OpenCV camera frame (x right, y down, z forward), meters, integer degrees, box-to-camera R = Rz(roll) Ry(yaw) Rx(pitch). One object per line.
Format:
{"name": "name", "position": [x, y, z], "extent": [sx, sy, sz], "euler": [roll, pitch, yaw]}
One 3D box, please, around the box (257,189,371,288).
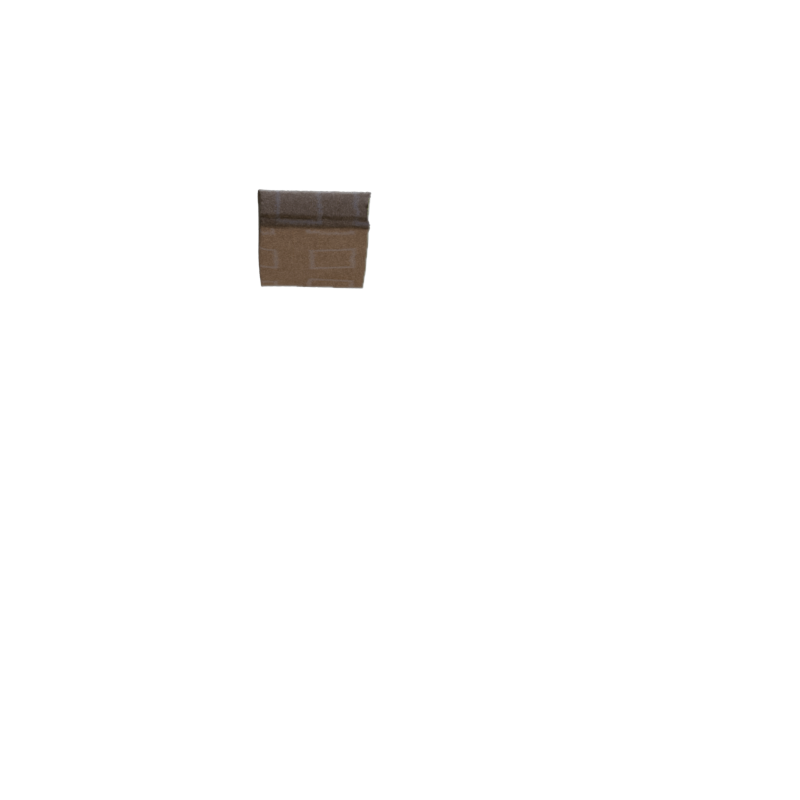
{"name": "box", "position": [-0.071, -0.129, 0.905], "extent": [0.089, 0.041, 0.108], "euler": [1, -19, -4]}
